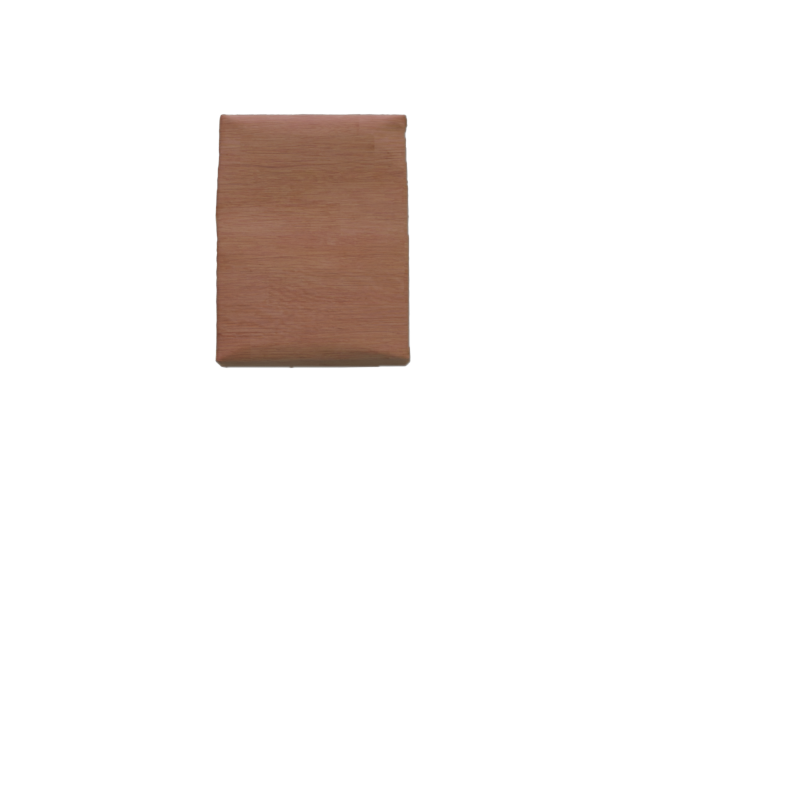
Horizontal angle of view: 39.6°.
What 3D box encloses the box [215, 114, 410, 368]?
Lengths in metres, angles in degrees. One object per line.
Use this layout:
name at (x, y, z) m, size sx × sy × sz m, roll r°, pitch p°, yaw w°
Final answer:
box at (-0.074, -0.136, 0.951) m, size 0.164 × 0.219 × 0.070 m, roll 0°, pitch -9°, yaw -1°
